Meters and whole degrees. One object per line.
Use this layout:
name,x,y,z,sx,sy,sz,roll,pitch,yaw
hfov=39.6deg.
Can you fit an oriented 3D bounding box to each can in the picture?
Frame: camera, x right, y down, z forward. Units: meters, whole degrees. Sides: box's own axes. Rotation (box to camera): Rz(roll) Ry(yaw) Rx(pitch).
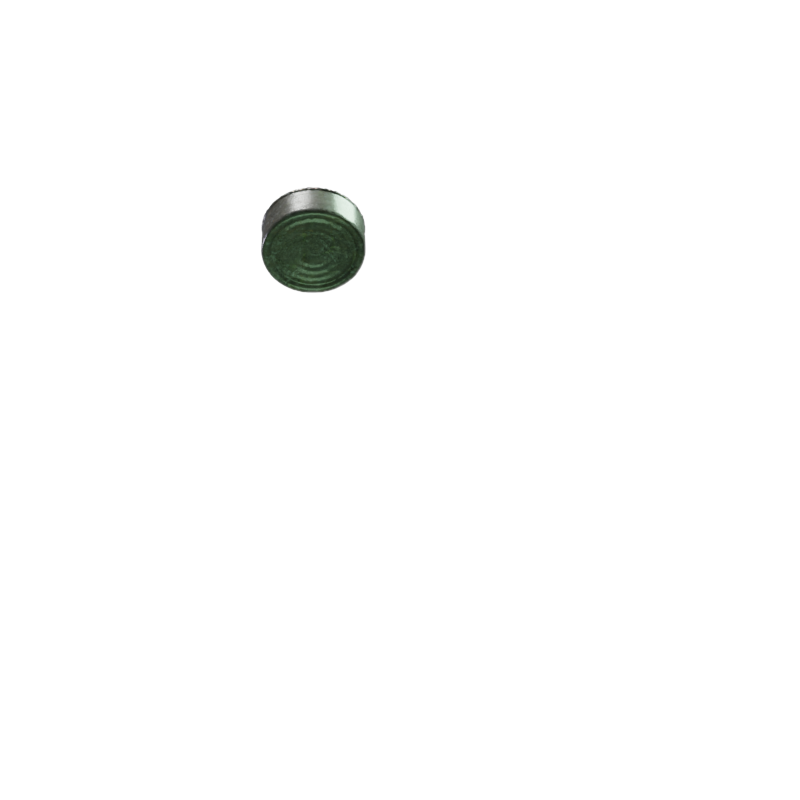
can,-0.071,-0.129,0.902,0.086,0.080,0.036,1,41,-1
